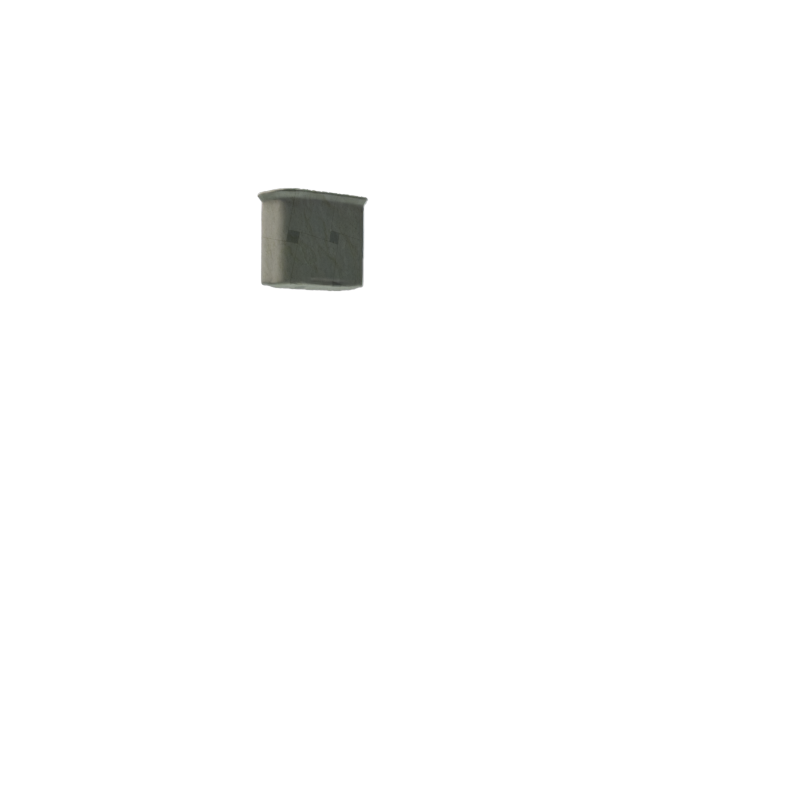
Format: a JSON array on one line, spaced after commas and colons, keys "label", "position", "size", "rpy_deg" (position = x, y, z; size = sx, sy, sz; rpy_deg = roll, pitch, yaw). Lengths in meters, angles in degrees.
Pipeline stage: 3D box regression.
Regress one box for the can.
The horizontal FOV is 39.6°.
[{"label": "can", "position": [-0.078, -0.142, 0.996], "size": [0.098, 0.085, 0.059], "rpy_deg": [1, -3, -42]}]
